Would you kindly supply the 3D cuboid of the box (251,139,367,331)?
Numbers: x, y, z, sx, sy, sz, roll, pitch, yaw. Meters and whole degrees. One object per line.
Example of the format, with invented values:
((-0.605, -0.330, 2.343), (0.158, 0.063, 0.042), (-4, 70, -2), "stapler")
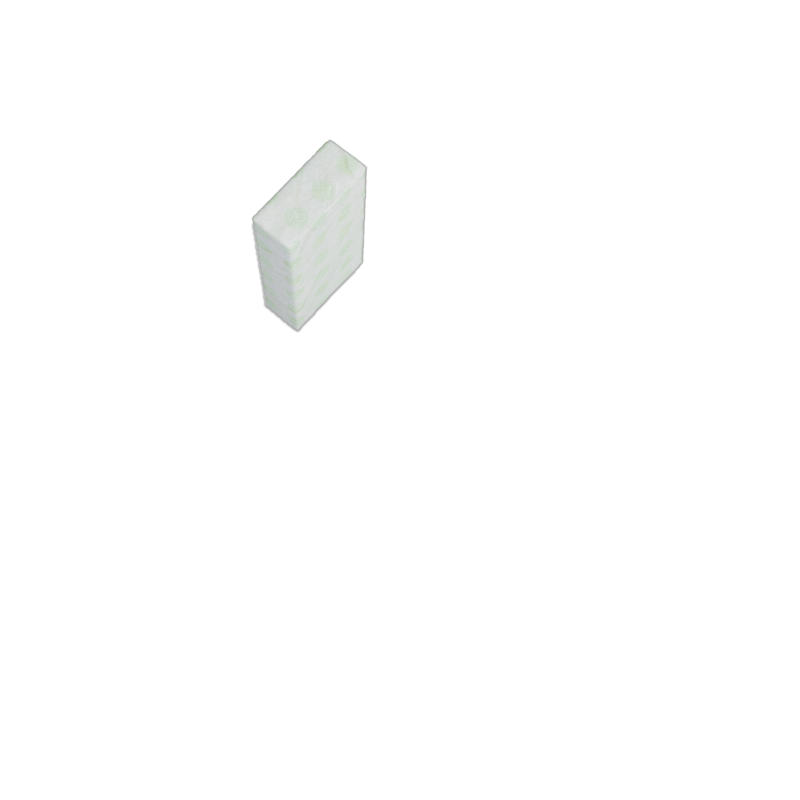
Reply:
((-0.071, -0.129, 0.908), (0.049, 0.095, 0.169), (39, -16, 7), "box")
